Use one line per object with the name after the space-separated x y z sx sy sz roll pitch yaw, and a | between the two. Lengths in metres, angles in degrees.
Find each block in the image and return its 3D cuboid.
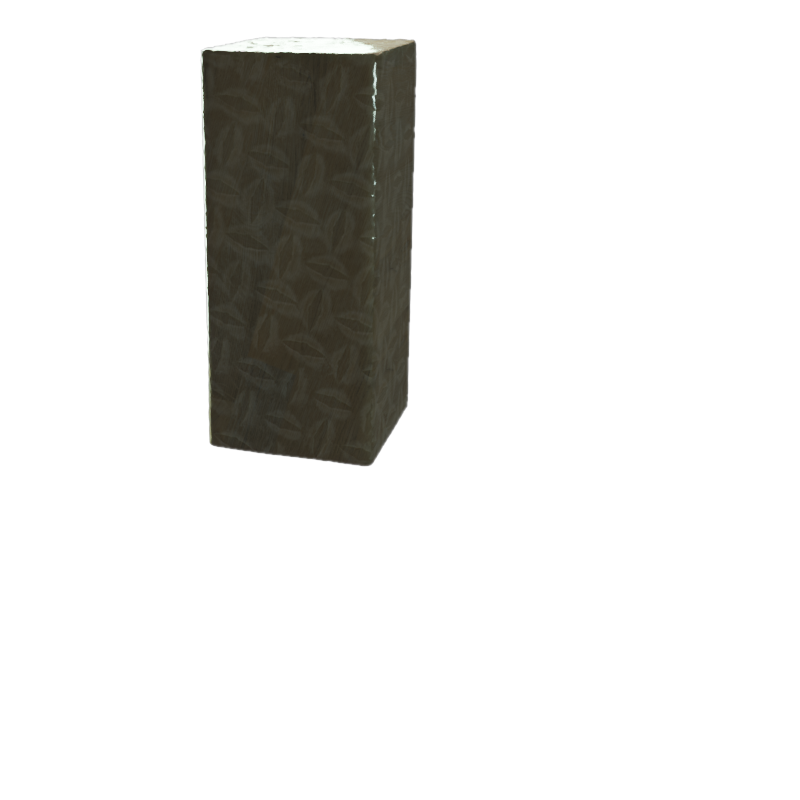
-0.045 -0.083 0.582 0.092 0.199 0.092 5 16 15 | block
